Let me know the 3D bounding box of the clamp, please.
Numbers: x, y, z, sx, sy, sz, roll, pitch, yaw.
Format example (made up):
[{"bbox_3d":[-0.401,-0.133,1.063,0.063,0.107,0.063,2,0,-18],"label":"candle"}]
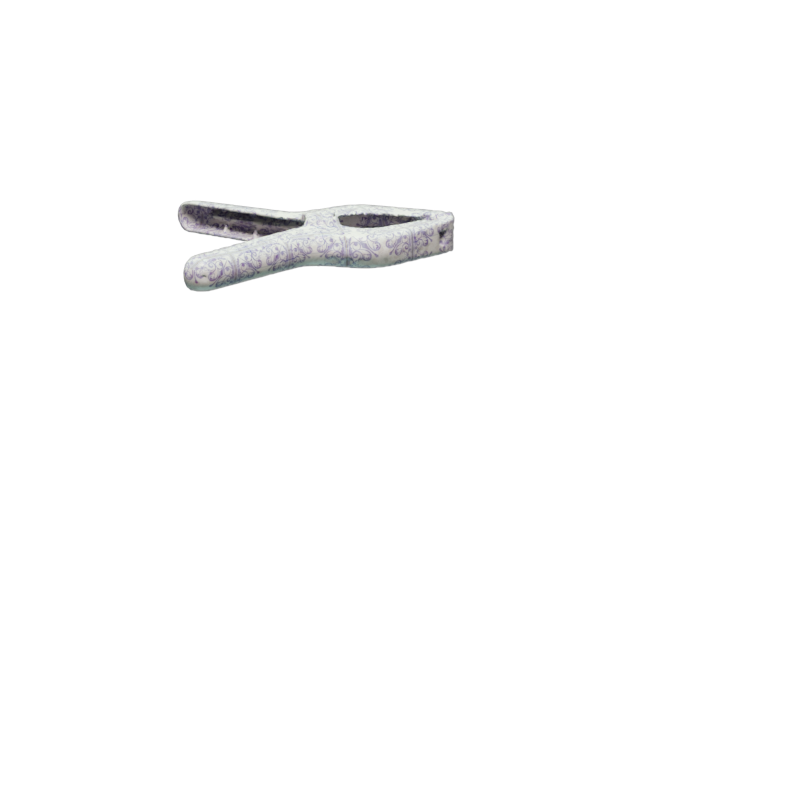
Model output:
[{"bbox_3d":[-0.063,-0.115,0.803,0.209,0.035,0.173,-1,25,-3],"label":"clamp"}]
